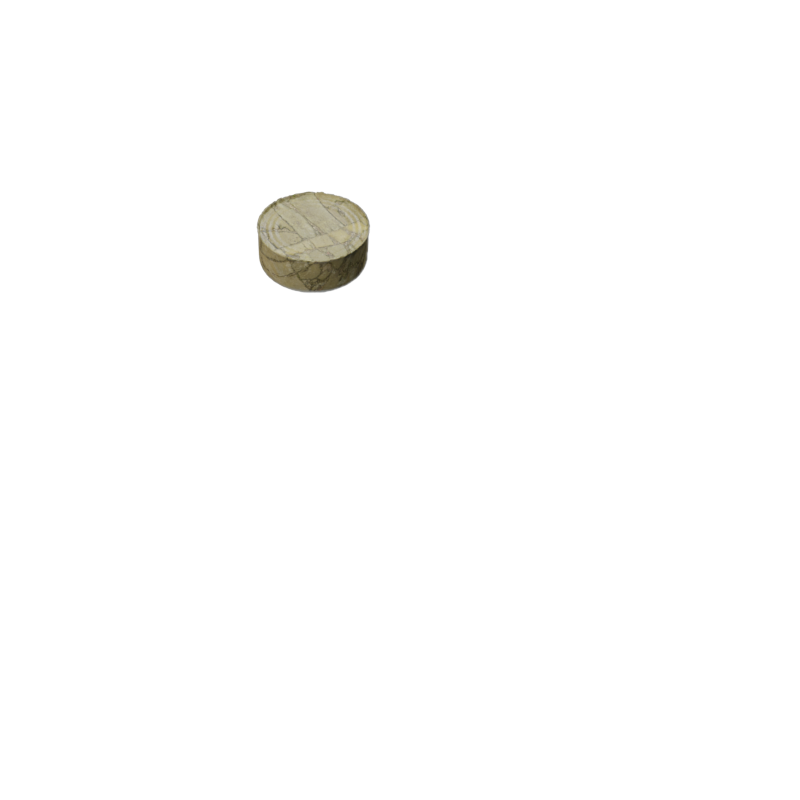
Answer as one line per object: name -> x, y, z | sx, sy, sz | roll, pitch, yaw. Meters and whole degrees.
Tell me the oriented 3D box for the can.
can -> -0.066, -0.121, 0.849 | 0.086, 0.031, 0.092 | -1, 43, -2
